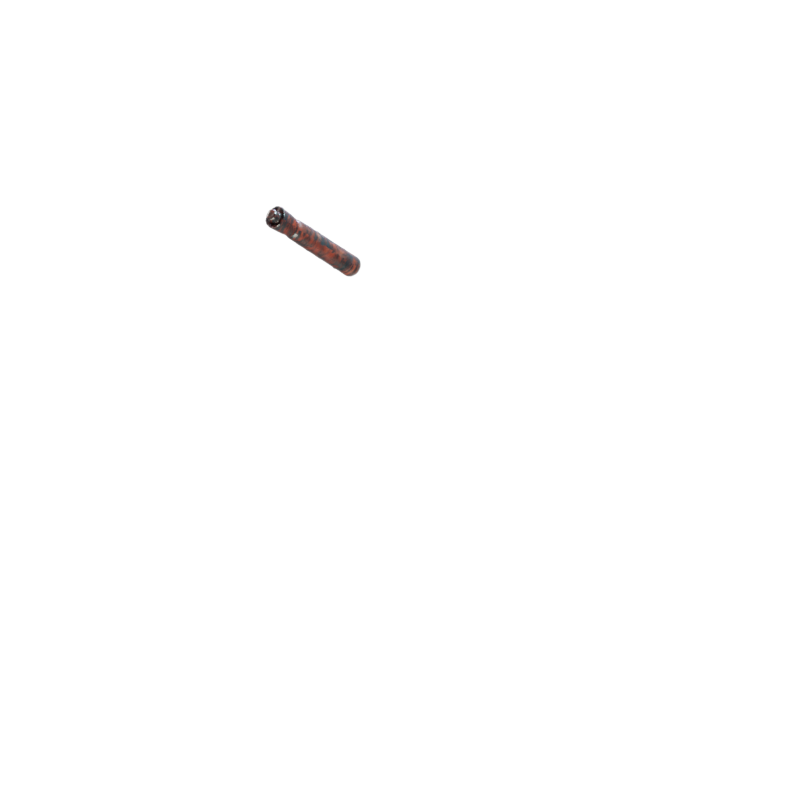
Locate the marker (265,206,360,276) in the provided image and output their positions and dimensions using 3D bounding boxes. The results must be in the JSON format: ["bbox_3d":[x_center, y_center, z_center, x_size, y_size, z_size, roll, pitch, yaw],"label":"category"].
[{"bbox_3d":[-0.072,-0.132,0.926,0.020,0.020,0.113,3,-14,35],"label":"marker"}]
